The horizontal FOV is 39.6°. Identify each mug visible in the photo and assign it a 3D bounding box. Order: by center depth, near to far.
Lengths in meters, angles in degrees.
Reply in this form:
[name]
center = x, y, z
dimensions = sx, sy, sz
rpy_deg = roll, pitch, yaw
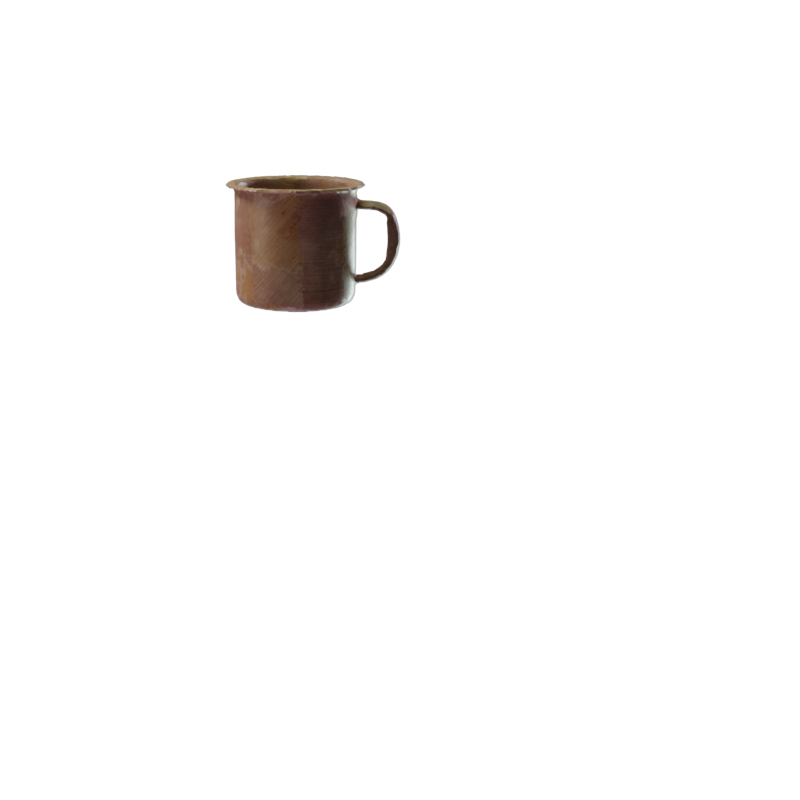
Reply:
[mug]
center = -0.059, -0.107, 0.749
dimensions = 0.117, 0.079, 0.096
rpy_deg = -1, 14, -3
